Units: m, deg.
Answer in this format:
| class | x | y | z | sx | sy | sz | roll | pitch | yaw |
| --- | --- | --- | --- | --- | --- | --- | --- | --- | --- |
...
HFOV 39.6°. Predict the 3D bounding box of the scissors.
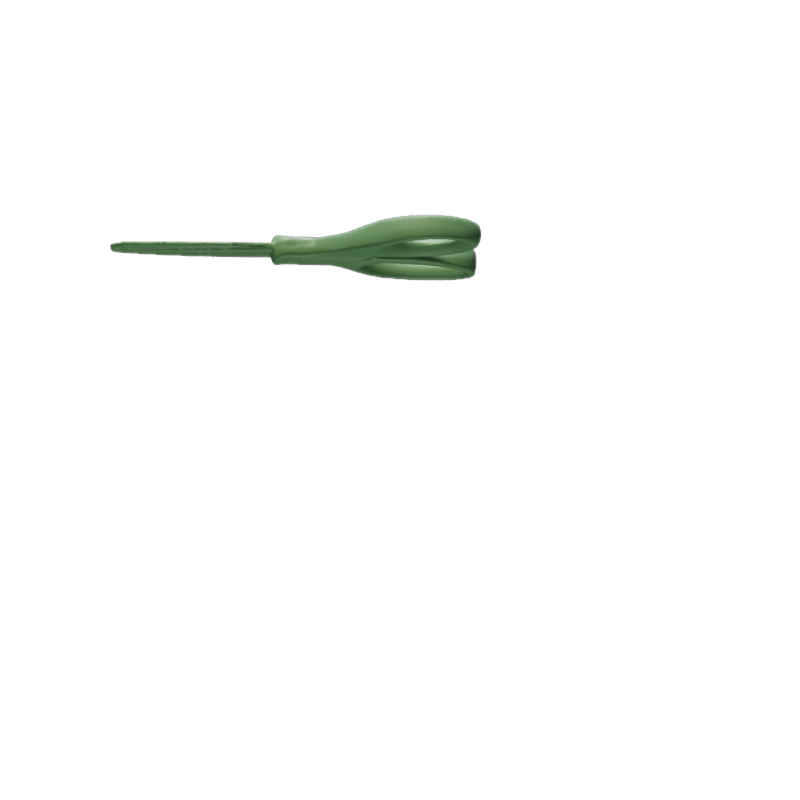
| class | x | y | z | sx | sy | sz | roll | pitch | yaw |
| --- | --- | --- | --- | --- | --- | --- | --- | --- | --- |
| scissors | -0.046 | -0.084 | 0.589 | 0.196 | 0.016 | 0.095 | 3 | -11 | -19 |
